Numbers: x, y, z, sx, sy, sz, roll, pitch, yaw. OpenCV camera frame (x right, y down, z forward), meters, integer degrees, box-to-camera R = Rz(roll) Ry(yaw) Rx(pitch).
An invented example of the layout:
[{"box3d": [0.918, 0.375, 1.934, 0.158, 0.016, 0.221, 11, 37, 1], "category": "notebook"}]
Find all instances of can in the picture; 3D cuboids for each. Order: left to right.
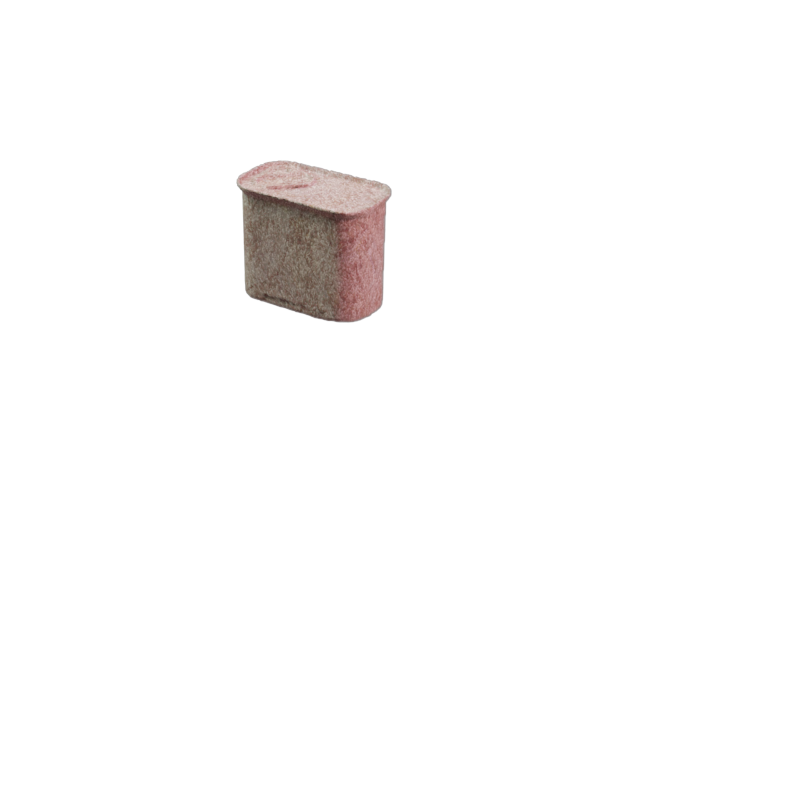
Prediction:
[{"box3d": [-0.058, -0.106, 0.743, 0.107, 0.079, 0.058, 18, 33, 27], "category": "can"}]
